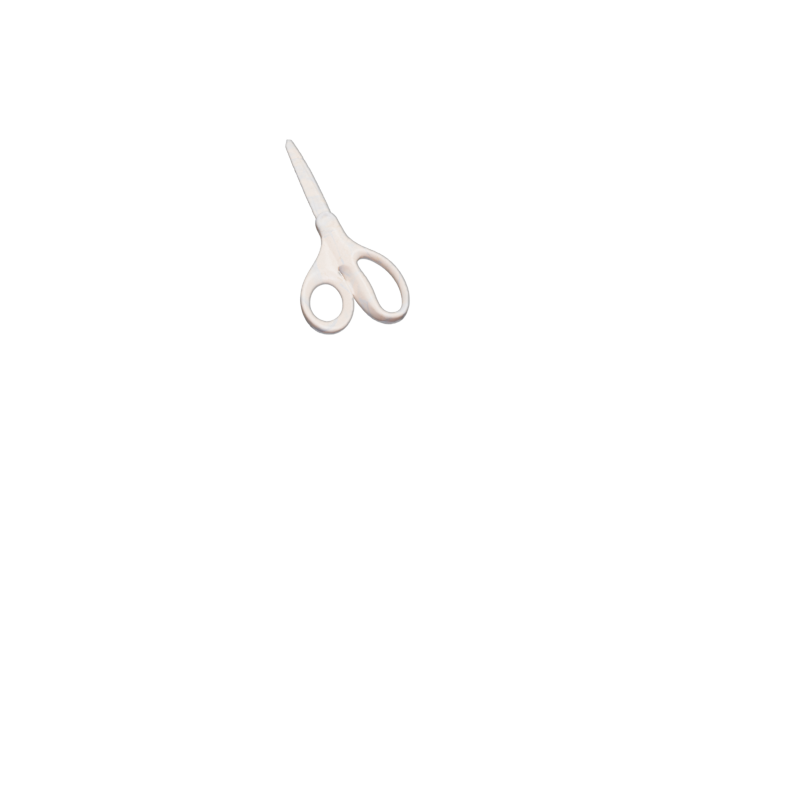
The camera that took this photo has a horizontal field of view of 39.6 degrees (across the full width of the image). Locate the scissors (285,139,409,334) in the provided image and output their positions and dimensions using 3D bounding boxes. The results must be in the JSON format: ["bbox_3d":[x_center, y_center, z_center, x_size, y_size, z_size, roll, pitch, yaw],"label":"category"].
[{"bbox_3d":[-0.073,-0.132,0.928,0.096,0.214,0.015,-32,-26,-18],"label":"scissors"}]
